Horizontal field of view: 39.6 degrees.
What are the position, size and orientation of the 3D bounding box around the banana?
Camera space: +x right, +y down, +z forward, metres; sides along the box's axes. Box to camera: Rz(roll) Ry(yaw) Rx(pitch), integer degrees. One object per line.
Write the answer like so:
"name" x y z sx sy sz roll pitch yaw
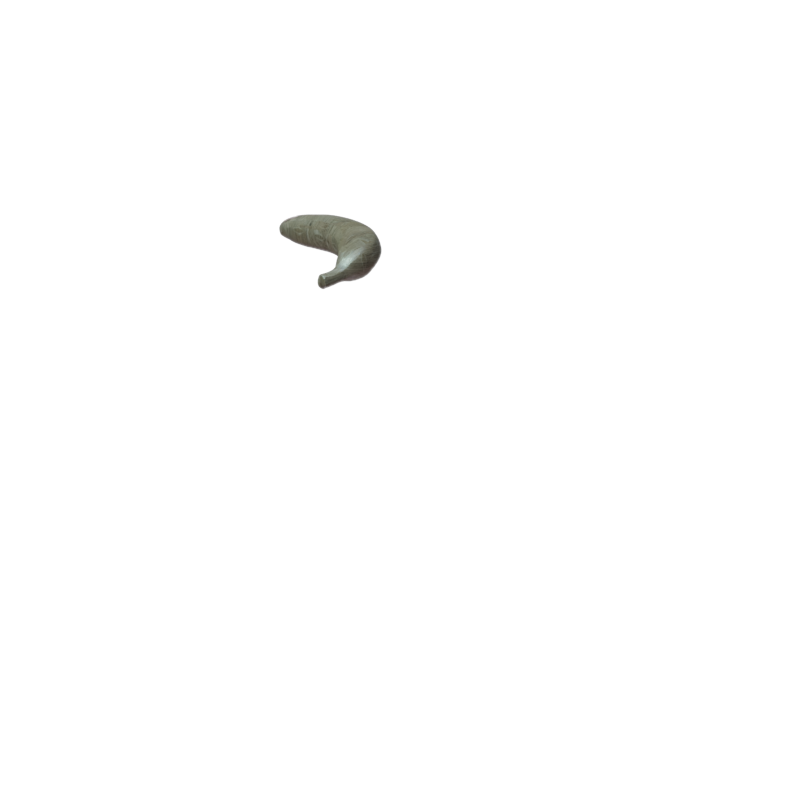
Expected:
"banana" -0.059 -0.142 0.992 0.068 0.035 0.208 -4 20 -14
